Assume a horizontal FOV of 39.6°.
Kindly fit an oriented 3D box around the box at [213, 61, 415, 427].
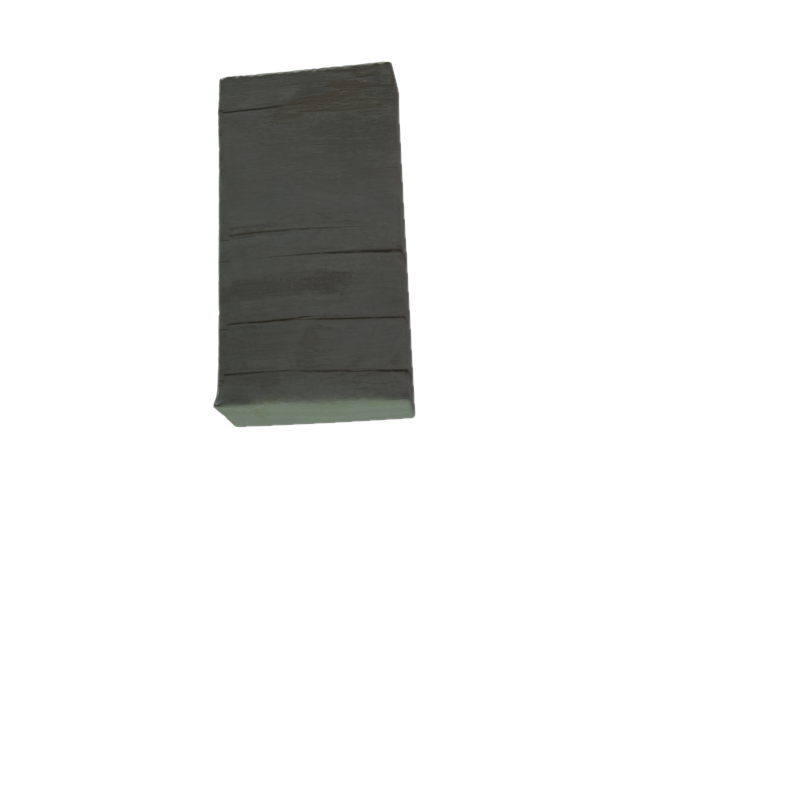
[{"bbox_3d":[-0.043,-0.079,0.554,0.094,0.185,0.045,-4,-21,7],"label":"box"}]
